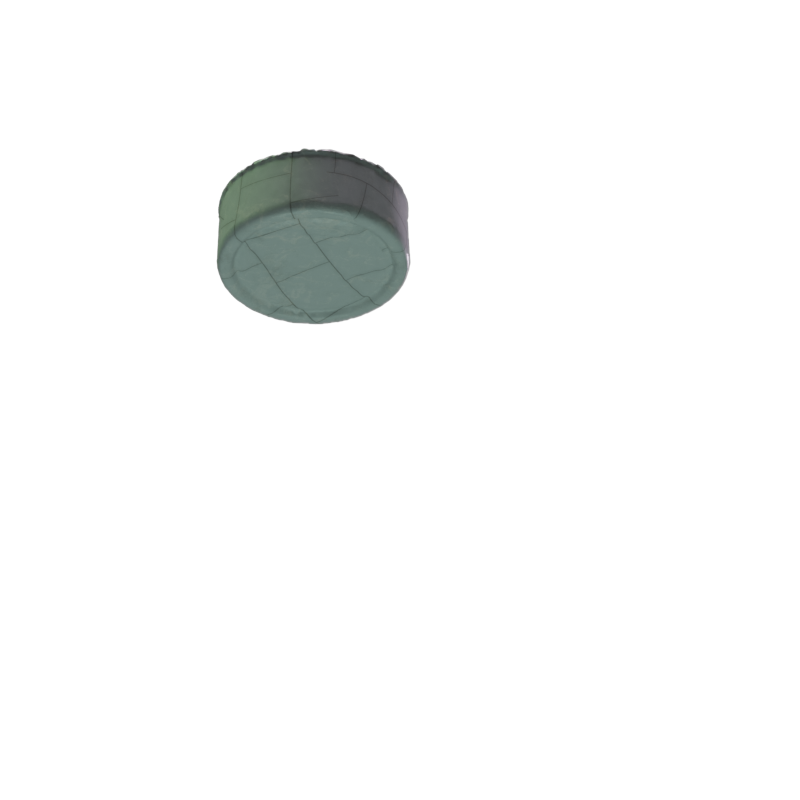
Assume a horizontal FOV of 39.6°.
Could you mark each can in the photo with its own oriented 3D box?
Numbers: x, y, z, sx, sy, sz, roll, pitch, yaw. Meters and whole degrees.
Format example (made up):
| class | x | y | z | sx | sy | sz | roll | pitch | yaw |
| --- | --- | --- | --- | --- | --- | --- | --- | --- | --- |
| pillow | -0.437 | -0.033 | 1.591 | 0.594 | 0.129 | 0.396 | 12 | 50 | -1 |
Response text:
| class | x | y | z | sx | sy | sz | roll | pitch | yaw |
| --- | --- | --- | --- | --- | --- | --- | --- | --- | --- |
| can | -0.038 | -0.070 | 0.490 | 0.086 | 0.036 | 0.080 | 1 | -33 | -2 |
